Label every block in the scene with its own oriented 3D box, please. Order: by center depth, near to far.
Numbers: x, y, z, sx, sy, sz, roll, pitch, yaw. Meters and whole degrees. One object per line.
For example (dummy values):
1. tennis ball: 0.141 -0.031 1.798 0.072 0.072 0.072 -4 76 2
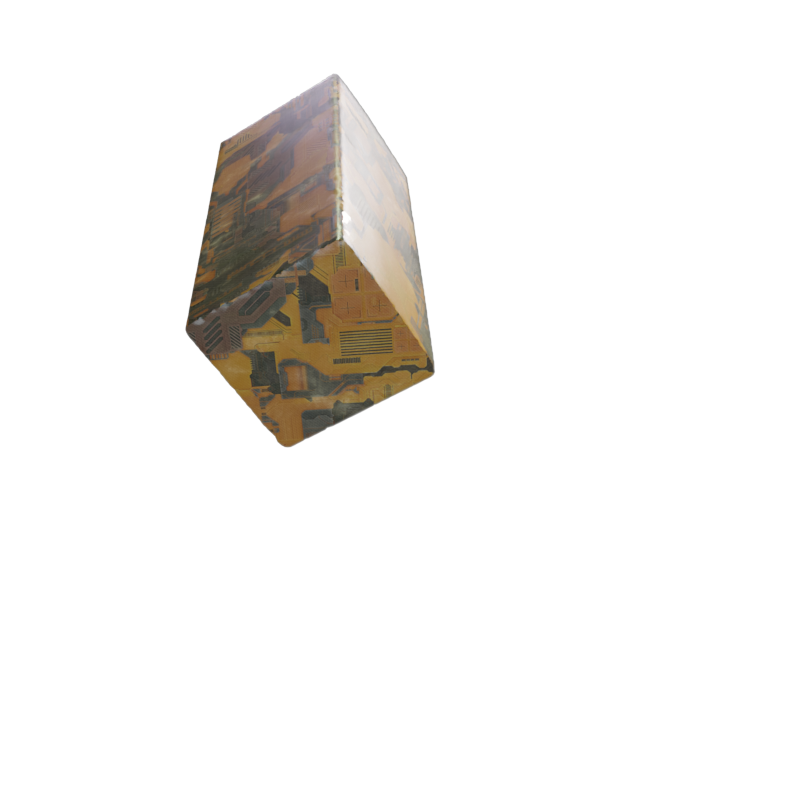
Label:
1. block: -0.047 -0.087 0.610 0.091 0.084 0.220 -28 32 15
